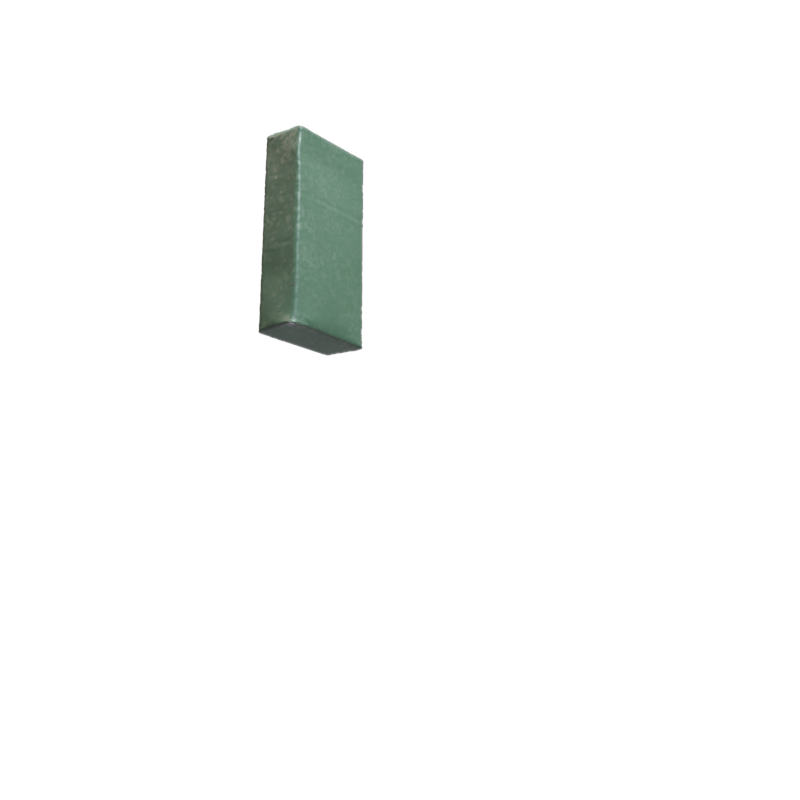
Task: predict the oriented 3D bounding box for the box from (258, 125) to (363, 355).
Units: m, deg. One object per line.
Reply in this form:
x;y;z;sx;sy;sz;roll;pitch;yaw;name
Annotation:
-0.074;-0.135;0.943;0.049;0.185;0.087;-16;-25;34;box
